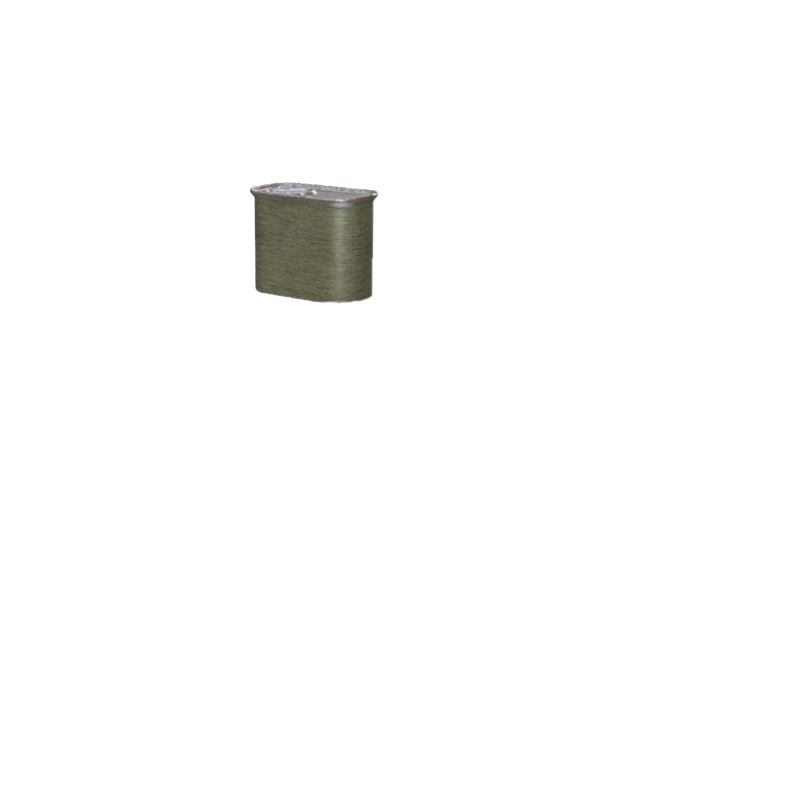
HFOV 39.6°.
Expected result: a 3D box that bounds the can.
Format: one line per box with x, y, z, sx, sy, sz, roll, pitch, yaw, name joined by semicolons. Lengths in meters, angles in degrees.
-0.069;-0.126;0.882;0.107;0.081;0.057;11;17;32;can
